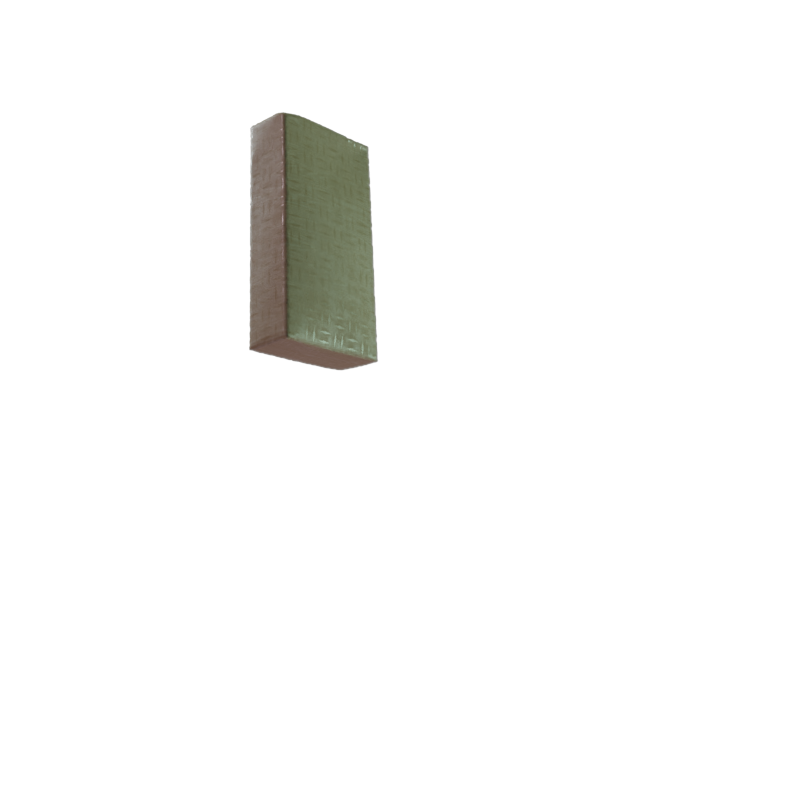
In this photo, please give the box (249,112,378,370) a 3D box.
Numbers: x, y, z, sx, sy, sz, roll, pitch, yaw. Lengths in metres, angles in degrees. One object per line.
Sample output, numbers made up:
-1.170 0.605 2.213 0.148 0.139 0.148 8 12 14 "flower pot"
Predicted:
-0.063 -0.116 0.812 0.088 0.184 0.049 17 -26 -42 "box"
